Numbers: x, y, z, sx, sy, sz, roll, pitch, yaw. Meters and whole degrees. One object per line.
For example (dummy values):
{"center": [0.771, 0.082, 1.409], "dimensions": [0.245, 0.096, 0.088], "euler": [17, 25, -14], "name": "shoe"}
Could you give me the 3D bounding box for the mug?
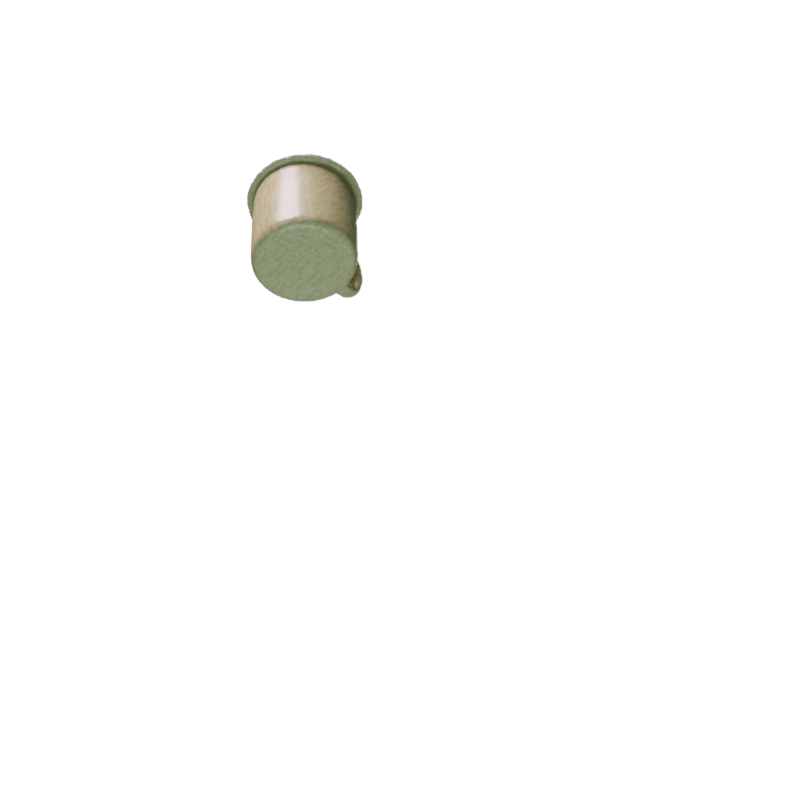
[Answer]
{"center": [-0.068, -0.124, 0.871], "dimensions": [0.093, 0.087, 0.109], "euler": [-27, -53, 20], "name": "mug"}
